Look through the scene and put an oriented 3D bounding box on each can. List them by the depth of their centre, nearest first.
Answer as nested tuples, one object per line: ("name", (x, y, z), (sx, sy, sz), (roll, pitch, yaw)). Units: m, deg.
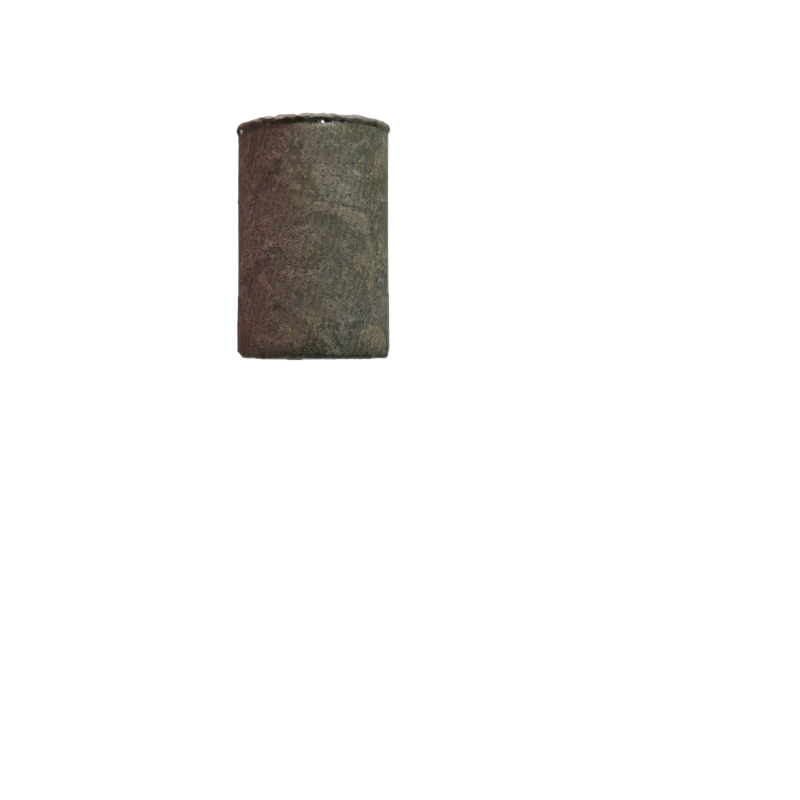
("can", (-0.038, -0.070, 0.488), (0.068, 0.103, 0.068), (0, -2, -2))
